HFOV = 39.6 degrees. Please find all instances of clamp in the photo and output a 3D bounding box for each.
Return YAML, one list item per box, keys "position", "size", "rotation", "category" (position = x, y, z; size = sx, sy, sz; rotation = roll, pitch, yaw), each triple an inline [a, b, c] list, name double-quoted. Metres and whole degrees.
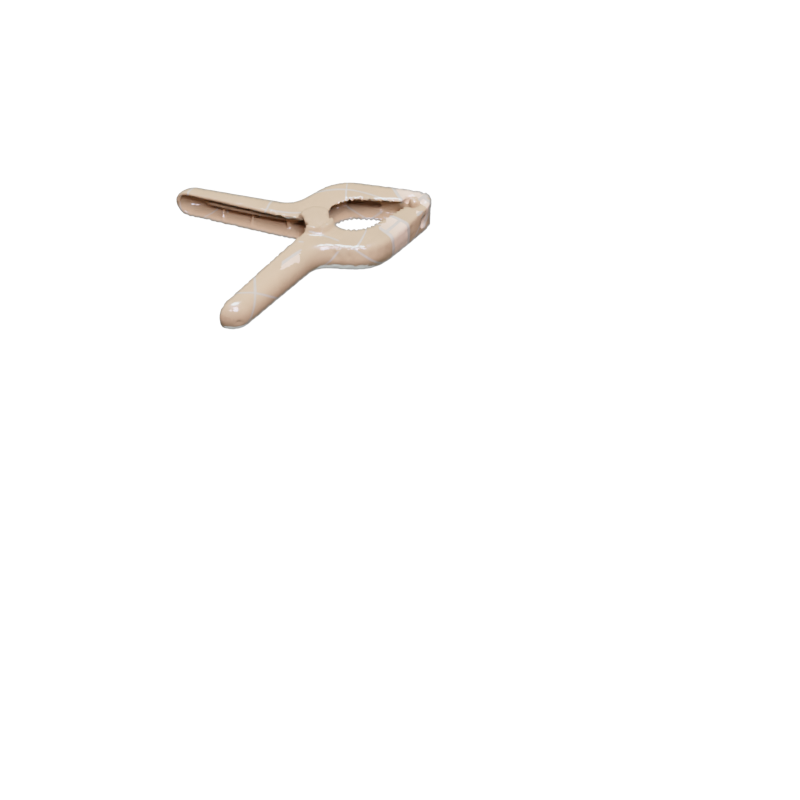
- position: [-0.071, -0.130, 0.909]
  size: [0.208, 0.178, 0.034]
  rotation: [-9, -44, -9]
  category: "clamp"
